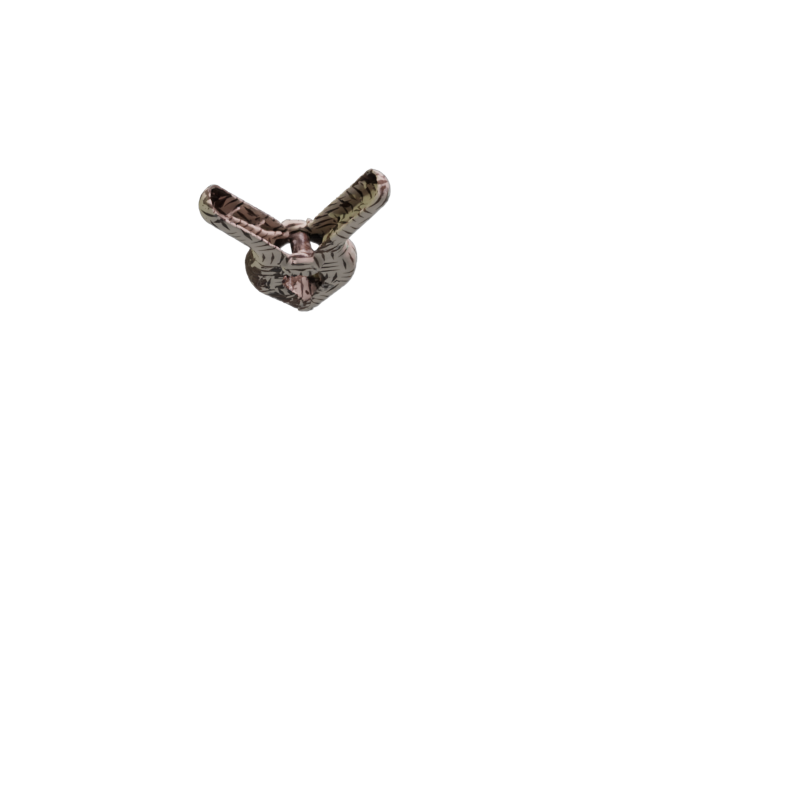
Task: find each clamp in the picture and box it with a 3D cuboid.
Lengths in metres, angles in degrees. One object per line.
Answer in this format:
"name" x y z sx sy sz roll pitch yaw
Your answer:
"clamp" -0.059 -0.108 0.757 0.121 0.041 0.162 -2 -17 8
